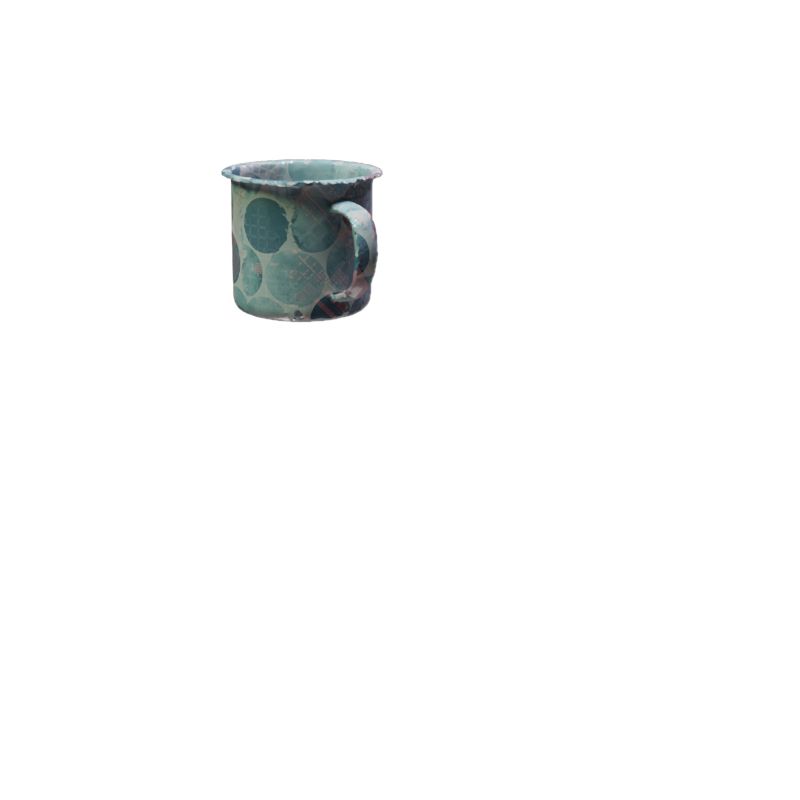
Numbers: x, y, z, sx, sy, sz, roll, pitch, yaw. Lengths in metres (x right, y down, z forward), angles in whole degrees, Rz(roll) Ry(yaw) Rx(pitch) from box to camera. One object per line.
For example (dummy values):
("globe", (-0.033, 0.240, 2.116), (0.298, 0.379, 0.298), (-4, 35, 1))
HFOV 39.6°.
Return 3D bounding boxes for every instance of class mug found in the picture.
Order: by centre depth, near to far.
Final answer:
("mug", (-0.050, -0.091, 0.637), (0.091, 0.079, 0.124), (-11, 21, -35))
